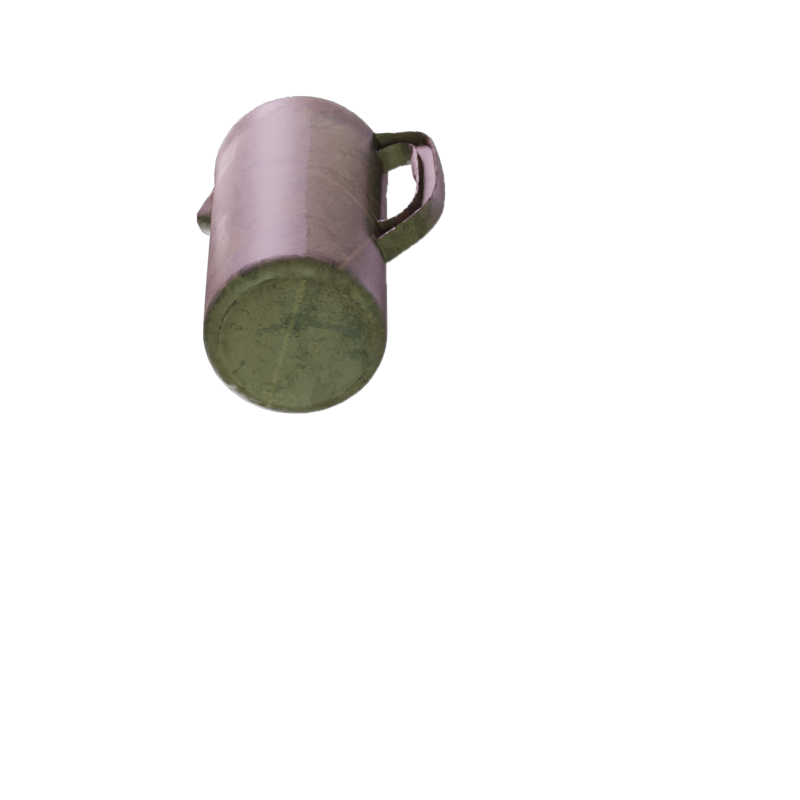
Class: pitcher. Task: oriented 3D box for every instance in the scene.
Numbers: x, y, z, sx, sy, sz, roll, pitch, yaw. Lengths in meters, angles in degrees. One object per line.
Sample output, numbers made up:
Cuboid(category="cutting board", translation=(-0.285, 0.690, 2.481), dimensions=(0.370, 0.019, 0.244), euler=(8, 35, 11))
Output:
Cuboid(category="pitcher", translation=(-0.058, -0.106, 0.740), dimensions=(0.141, 0.144, 0.259), euler=(21, 29, -16))
